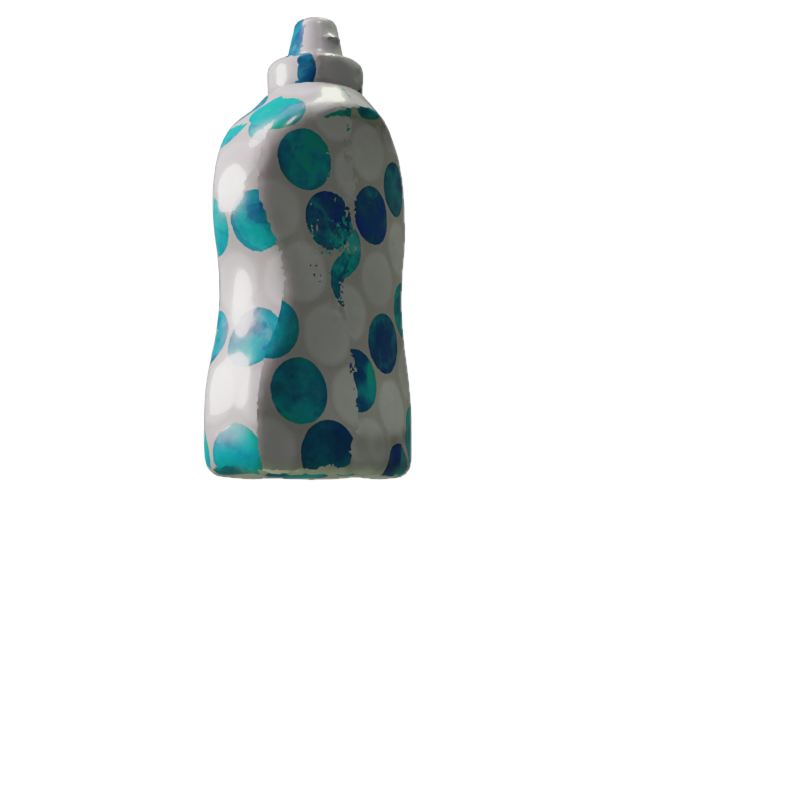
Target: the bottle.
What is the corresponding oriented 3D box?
[{"bbox_3d":[-0.035,-0.065,0.457,0.060,0.197,0.091,-11,-15,39],"label":"bottle"}]
